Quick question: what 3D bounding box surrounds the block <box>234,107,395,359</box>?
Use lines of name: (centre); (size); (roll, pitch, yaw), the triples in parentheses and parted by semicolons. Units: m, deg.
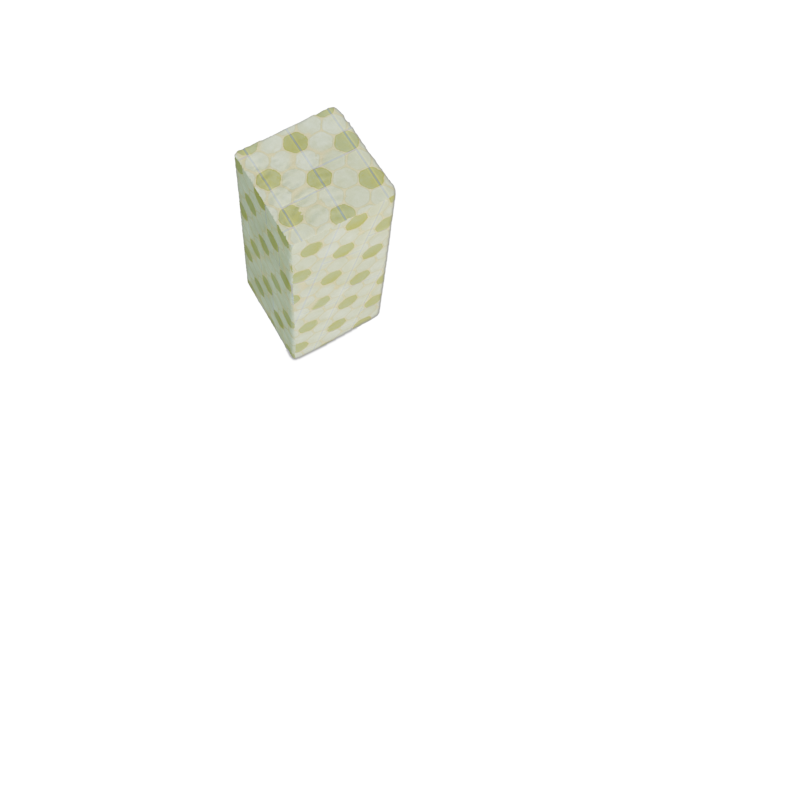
block: (-0.069, -0.127, 0.887); (0.090, 0.096, 0.195); (-28, -19, -14)
